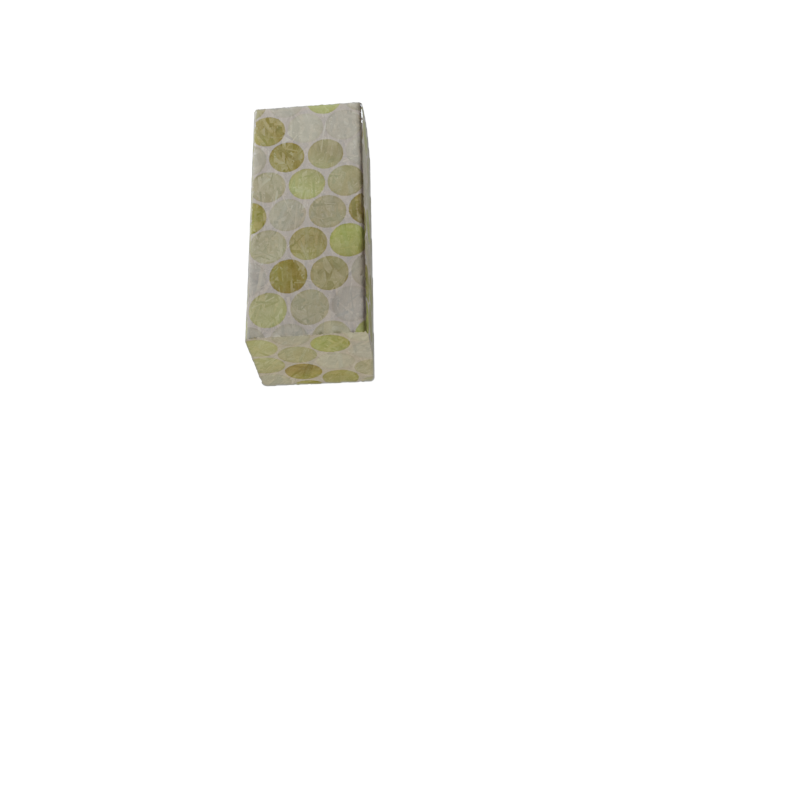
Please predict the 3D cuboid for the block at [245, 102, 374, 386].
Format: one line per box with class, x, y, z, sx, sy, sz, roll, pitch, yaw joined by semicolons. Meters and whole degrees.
block;-0.068;-0.125;0.878;0.091;0.219;0.084;-4;-28;3
